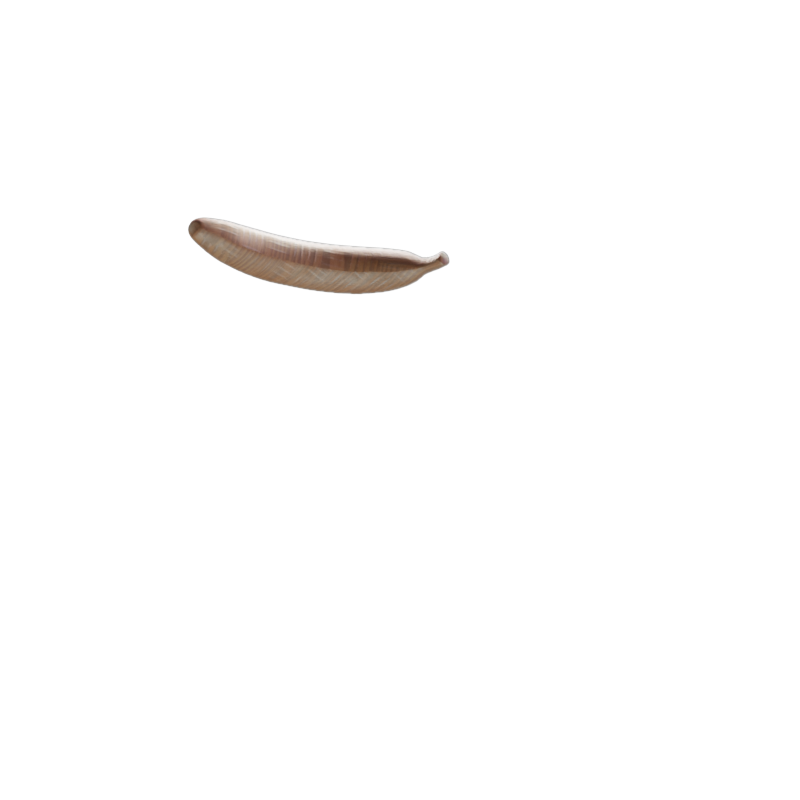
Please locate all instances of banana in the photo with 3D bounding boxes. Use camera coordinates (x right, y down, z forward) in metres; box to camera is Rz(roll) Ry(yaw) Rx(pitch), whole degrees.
[{"bbox_3d":[-0.066,-0.112,0.857,0.195,0.039,0.066,5,-30,-9],"label":"banana"}]
